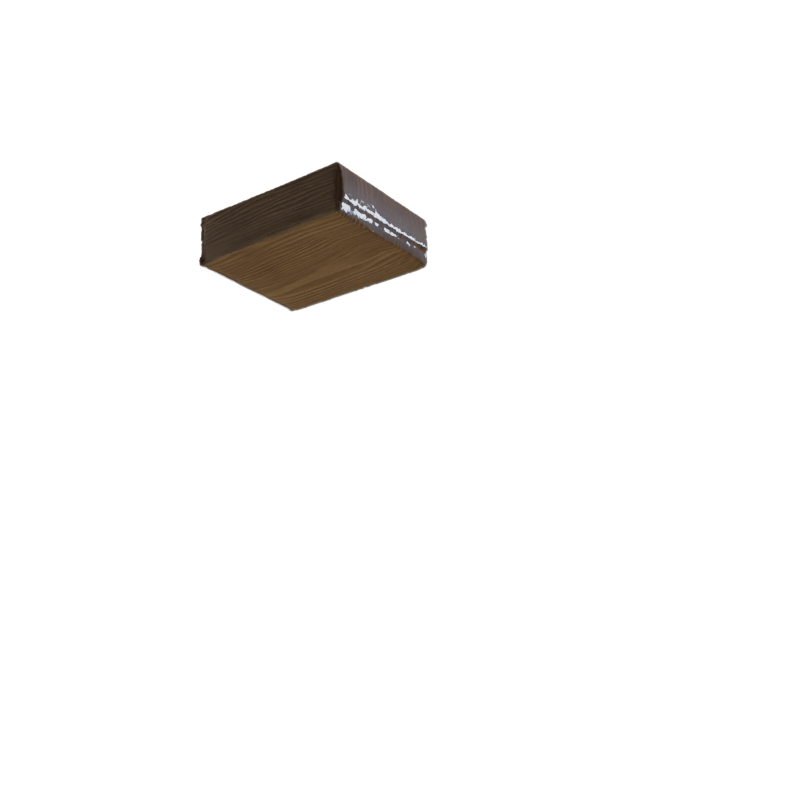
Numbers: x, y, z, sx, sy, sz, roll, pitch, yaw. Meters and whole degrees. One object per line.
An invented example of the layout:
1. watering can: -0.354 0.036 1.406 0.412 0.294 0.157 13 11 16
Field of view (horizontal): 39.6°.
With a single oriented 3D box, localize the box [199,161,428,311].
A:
1. box: -0.053 -0.097 0.682 0.115 0.041 0.084 -17 -29 33
